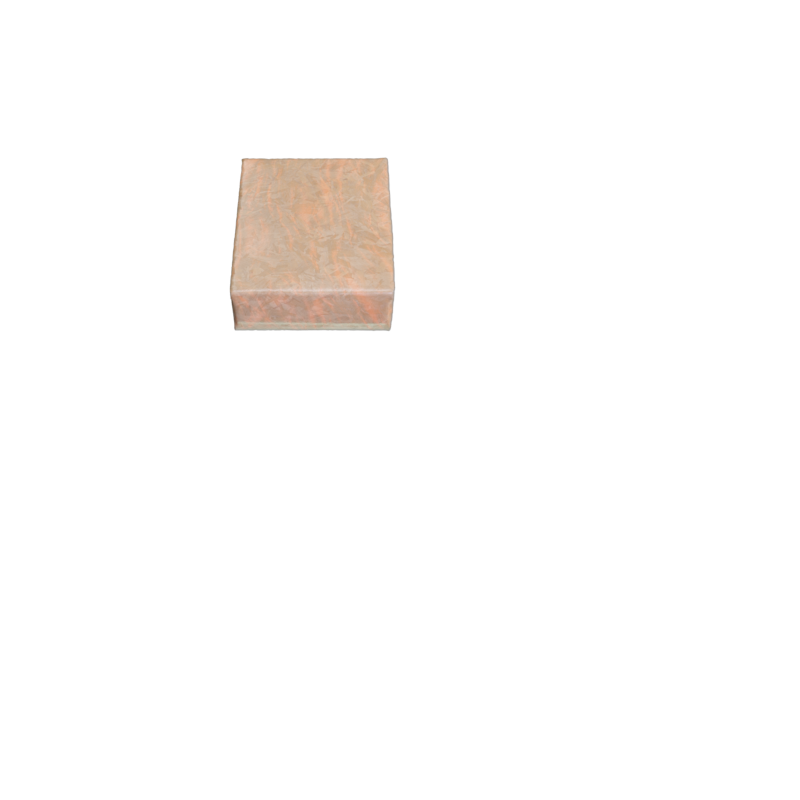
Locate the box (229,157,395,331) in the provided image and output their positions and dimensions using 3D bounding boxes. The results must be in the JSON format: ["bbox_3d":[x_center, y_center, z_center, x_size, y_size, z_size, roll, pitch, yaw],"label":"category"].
[{"bbox_3d":[-0.050,-0.092,0.644,0.090,0.122,0.036,-1,-42,-1],"label":"box"}]
